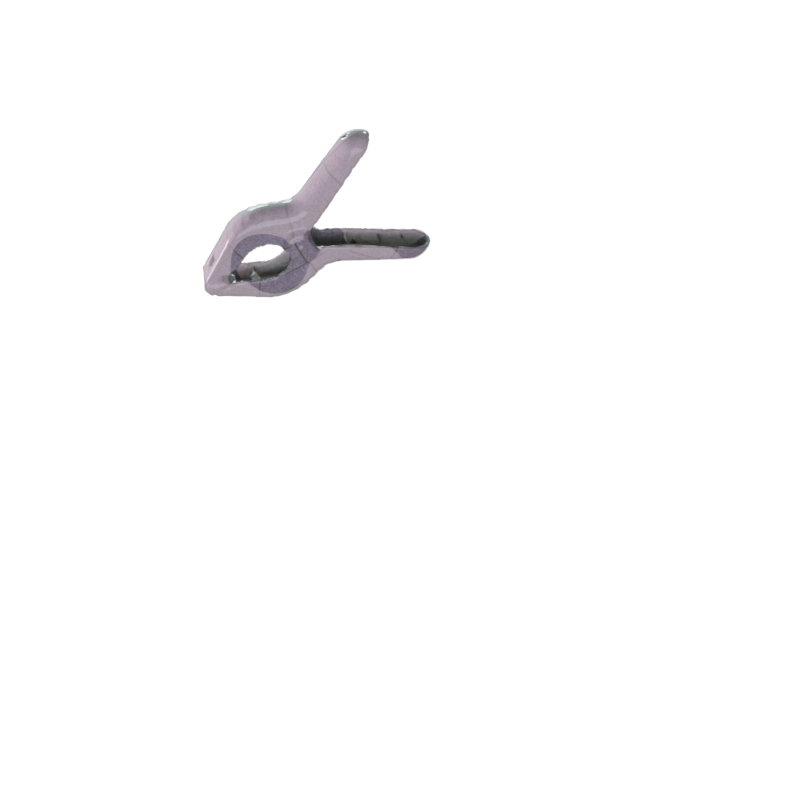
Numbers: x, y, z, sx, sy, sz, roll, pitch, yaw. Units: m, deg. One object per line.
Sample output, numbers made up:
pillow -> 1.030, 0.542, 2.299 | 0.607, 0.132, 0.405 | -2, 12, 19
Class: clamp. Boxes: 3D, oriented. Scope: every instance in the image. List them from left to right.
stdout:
clamp -> -0.065, -0.119, 0.833 | 0.171, 0.113, 0.042 | -29, 31, 19
